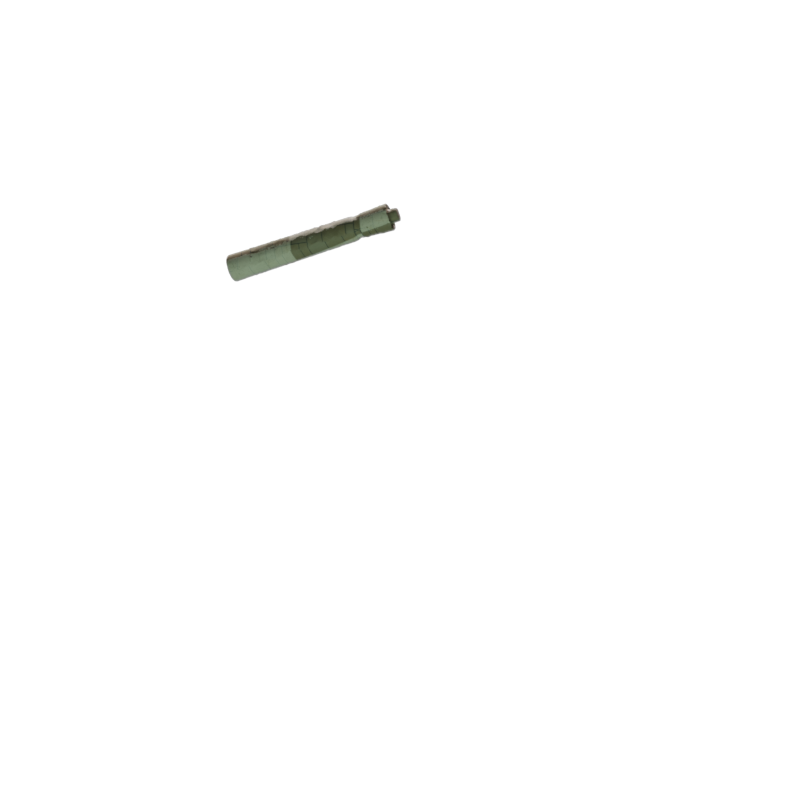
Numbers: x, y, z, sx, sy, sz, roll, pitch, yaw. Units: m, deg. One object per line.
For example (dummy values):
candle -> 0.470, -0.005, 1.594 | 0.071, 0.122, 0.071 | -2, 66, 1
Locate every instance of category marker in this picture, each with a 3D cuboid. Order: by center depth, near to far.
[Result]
marker -> -0.058, -0.105, 0.739 | 0.122, 0.020, 0.019 | -16, 0, 14
